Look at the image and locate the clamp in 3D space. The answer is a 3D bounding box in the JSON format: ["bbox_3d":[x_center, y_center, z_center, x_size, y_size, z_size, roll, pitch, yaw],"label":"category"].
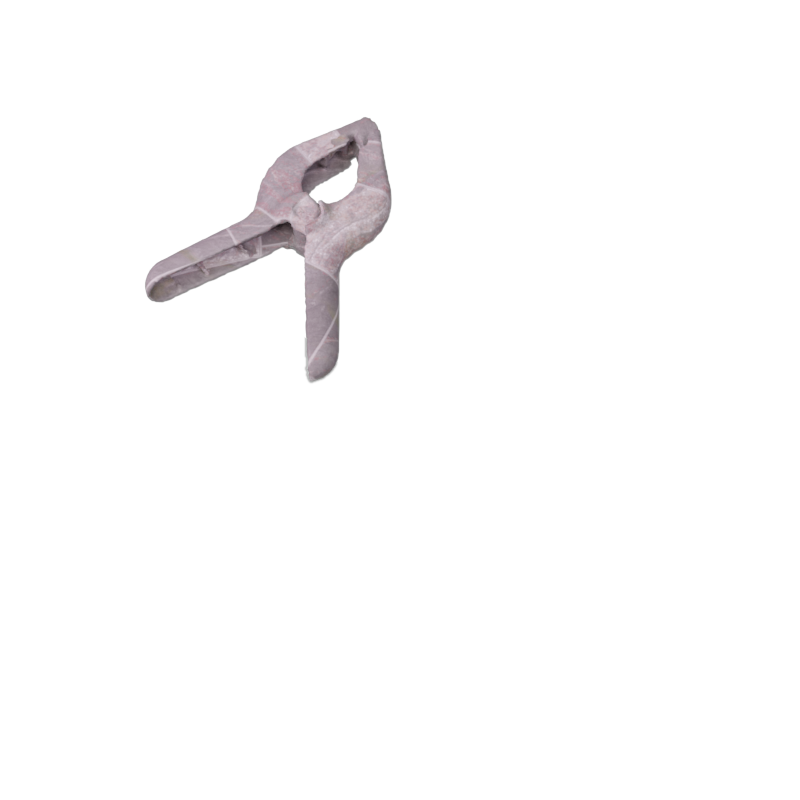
[{"bbox_3d":[-0.050,-0.091,0.641,0.125,0.175,0.037,35,-22,16],"label":"clamp"}]
